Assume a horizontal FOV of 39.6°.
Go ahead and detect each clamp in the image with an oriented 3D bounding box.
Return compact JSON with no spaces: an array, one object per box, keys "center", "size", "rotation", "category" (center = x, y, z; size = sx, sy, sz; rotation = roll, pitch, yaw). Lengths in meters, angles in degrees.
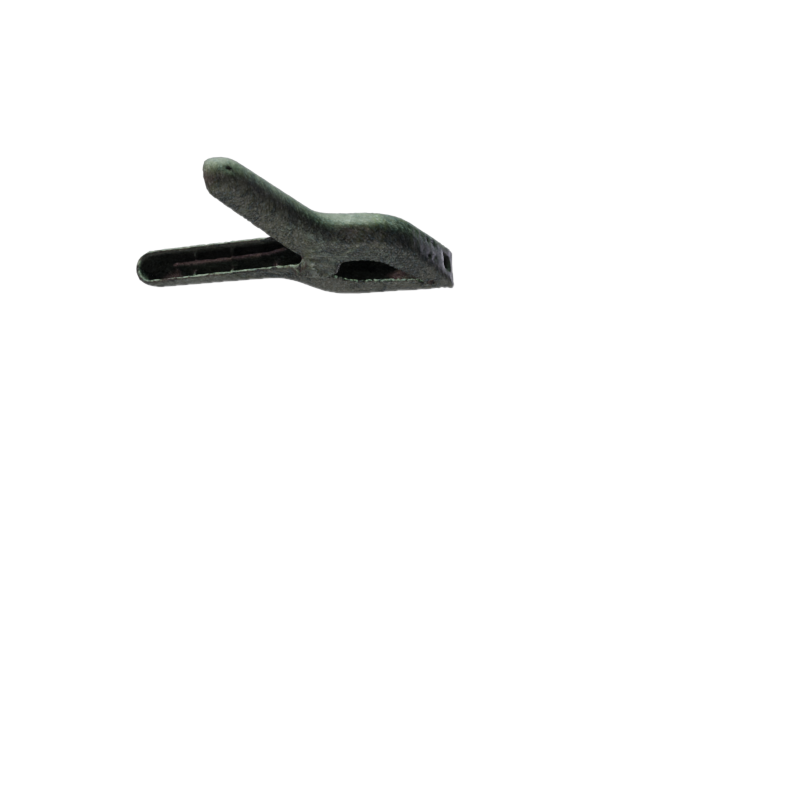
[{"center":[-0.056,-0.103,0.719],"size":[0.205,0.038,0.161],"rotation":[5,-17,-16],"category":"clamp"}]
